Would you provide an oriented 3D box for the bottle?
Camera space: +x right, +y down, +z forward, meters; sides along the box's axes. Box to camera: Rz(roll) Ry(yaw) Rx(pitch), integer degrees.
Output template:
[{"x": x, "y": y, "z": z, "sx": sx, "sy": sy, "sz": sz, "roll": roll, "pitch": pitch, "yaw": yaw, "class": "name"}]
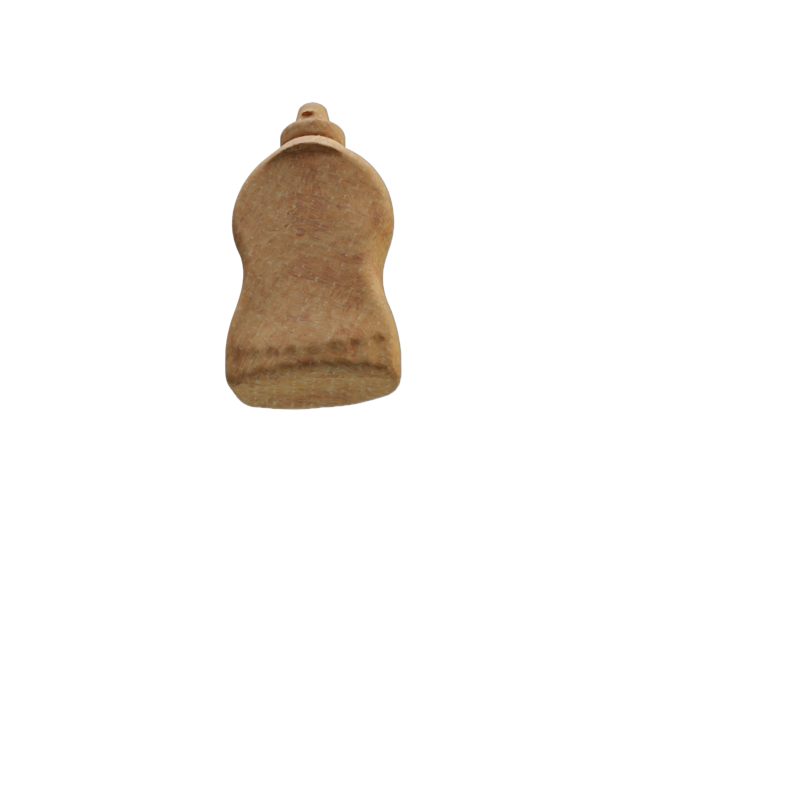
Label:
[{"x": -0.051, "y": -0.094, "z": 0.654, "sx": 0.097, "sy": 0.204, "sz": 0.054, "roll": -8, "pitch": -28, "yaw": 11, "class": "bottle"}]
